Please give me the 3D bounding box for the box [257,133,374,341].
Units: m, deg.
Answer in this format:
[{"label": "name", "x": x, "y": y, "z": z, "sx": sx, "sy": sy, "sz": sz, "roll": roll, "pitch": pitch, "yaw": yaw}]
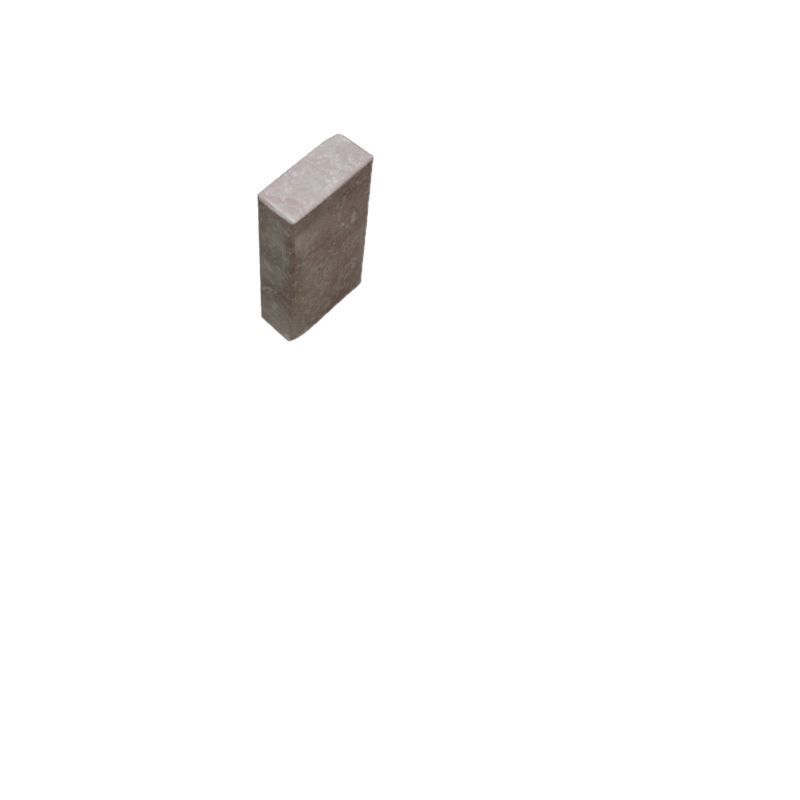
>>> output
[{"label": "box", "x": -0.071, "y": -0.130, "z": 0.908, "sx": 0.050, "sy": 0.095, "sz": 0.165, "roll": 38, "pitch": -27, "yaw": 18}]
